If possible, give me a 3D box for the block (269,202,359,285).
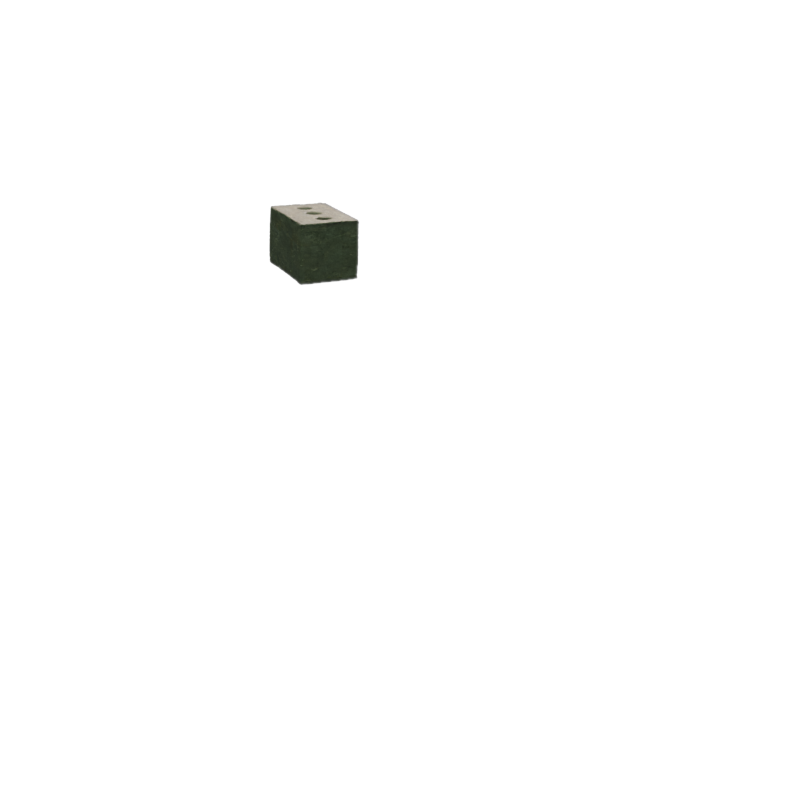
[{"bbox_3d":[-0.073,-0.133,0.930,0.052,0.049,0.083,-7,21,-23],"label":"block"}]
